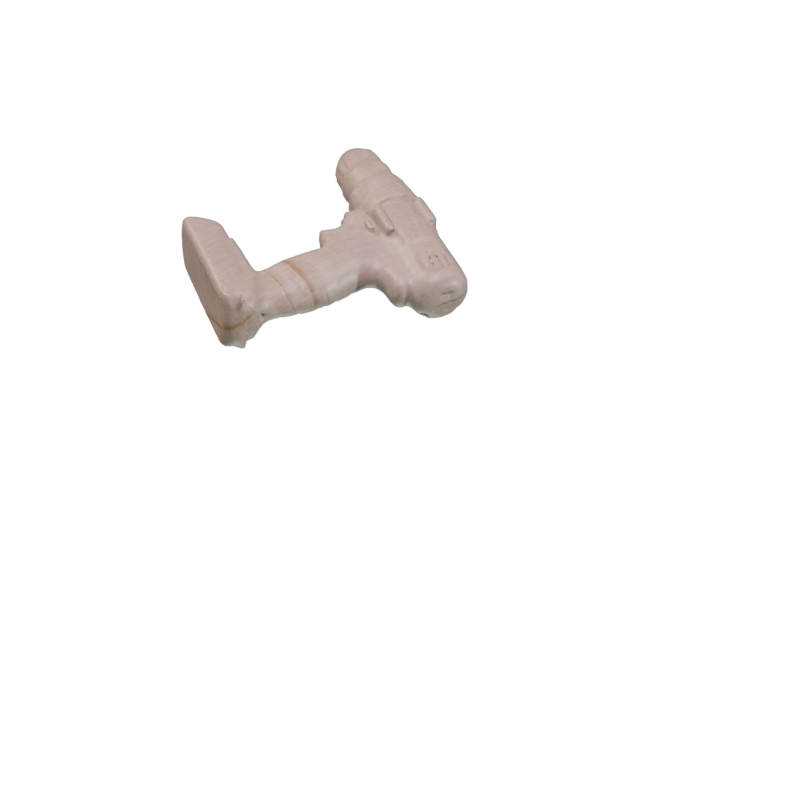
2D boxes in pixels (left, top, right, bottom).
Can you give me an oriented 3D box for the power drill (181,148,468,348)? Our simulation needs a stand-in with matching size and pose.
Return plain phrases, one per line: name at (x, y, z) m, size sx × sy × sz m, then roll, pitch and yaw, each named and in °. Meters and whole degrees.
power drill at (-0.065, -0.119, 0.836) m, size 0.185 × 0.053 × 0.200 m, roll -16°, pitch 46°, yaw -16°
